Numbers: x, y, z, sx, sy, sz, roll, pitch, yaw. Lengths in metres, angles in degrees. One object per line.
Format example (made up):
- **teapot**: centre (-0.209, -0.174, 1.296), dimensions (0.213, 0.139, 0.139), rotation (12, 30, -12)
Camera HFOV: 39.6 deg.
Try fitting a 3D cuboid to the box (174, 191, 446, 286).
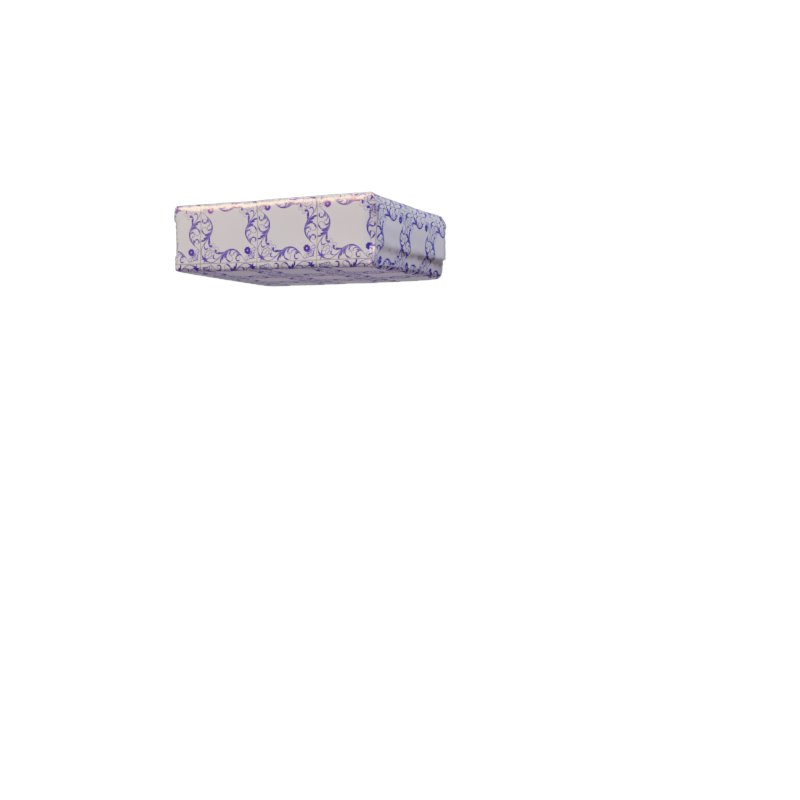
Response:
- **box**: centre (-0.035, -0.064, 0.451), dimensions (0.092, 0.030, 0.070), rotation (0, 0, 26)
